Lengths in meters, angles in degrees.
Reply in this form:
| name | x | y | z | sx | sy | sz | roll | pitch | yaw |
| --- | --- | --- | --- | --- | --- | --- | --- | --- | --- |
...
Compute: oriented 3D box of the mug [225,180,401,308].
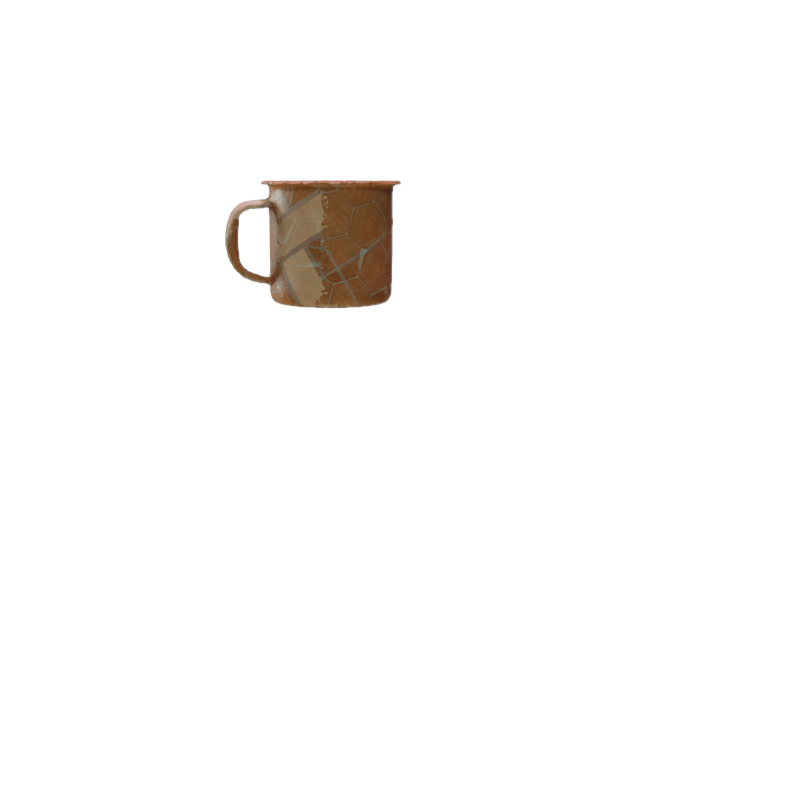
| name | x | y | z | sx | sy | sz | roll | pitch | yaw |
| --- | --- | --- | --- | --- | --- | --- | --- | --- | --- |
| mug | -0.058 | -0.105 | 0.737 | 0.115 | 0.080 | 0.096 | -2 | 8 | -12 |
